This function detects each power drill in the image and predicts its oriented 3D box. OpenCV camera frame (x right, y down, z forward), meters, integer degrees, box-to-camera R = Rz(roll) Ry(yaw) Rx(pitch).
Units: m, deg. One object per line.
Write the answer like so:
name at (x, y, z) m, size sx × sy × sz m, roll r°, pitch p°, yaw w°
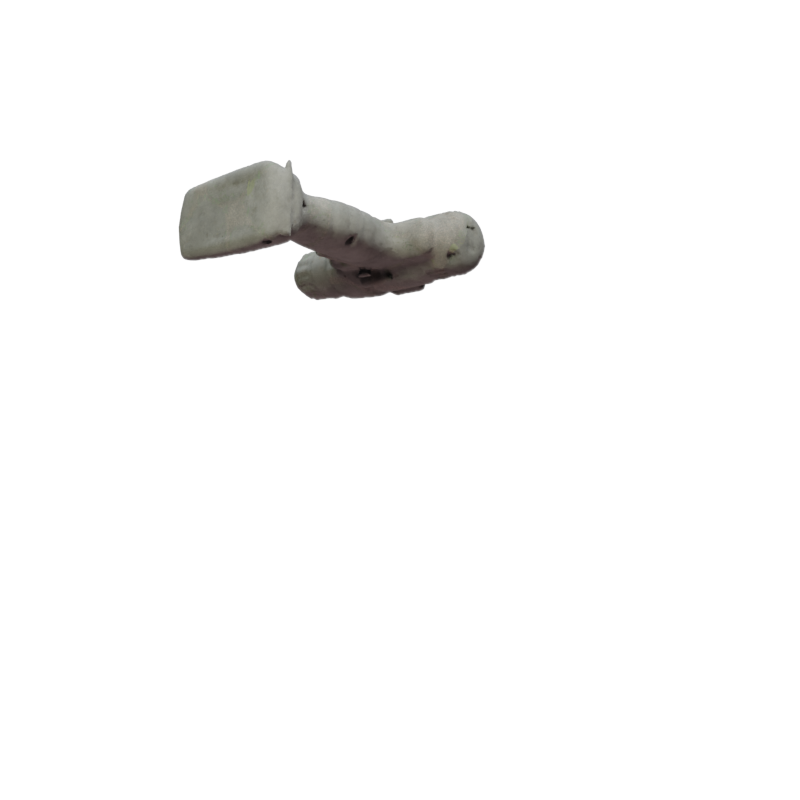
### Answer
power drill at (-0.063, -0.114, 0.799) m, size 0.178 × 0.059 × 0.188 m, roll 8°, pitch -11°, yaw -43°
